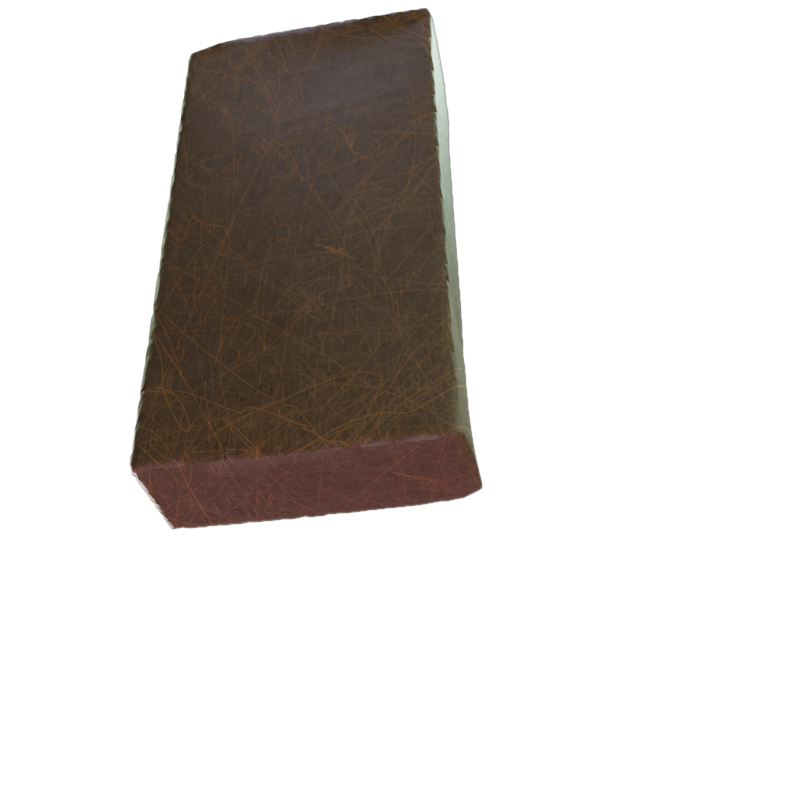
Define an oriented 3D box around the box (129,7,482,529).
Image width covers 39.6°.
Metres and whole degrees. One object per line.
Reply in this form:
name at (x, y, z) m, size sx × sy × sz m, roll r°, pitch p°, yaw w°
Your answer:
box at (-0.028, -0.051, 0.359) m, size 0.094 × 0.189 × 0.044 m, roll -8°, pitch -36°, yaw 8°
